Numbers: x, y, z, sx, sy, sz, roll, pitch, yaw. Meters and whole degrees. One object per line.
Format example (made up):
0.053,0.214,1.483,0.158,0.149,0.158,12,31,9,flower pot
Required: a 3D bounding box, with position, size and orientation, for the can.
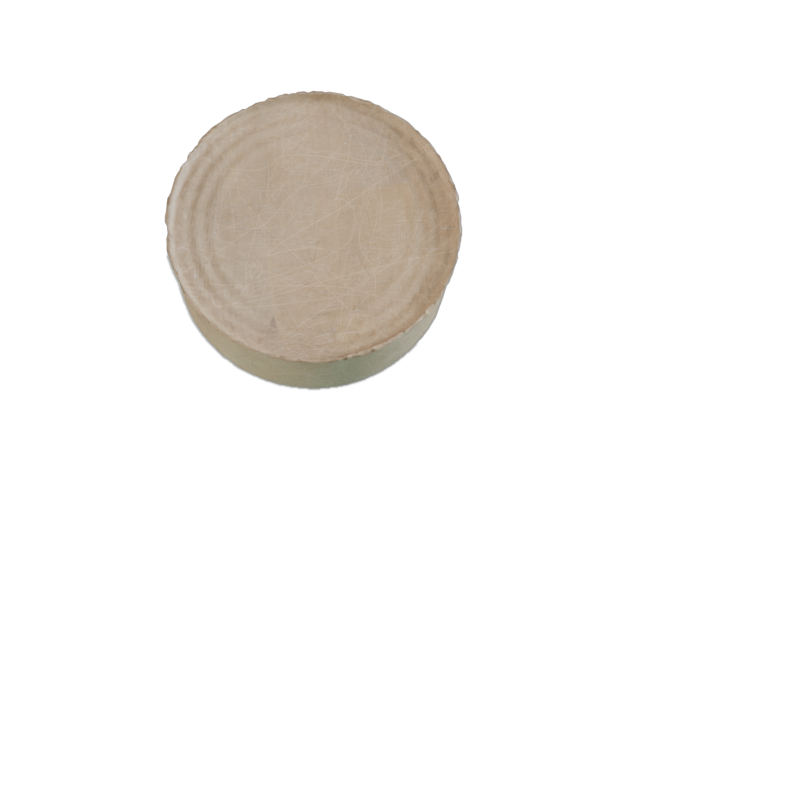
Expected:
-0.026,-0.048,0.334,0.086,0.090,0.032,-1,-21,-1,can
